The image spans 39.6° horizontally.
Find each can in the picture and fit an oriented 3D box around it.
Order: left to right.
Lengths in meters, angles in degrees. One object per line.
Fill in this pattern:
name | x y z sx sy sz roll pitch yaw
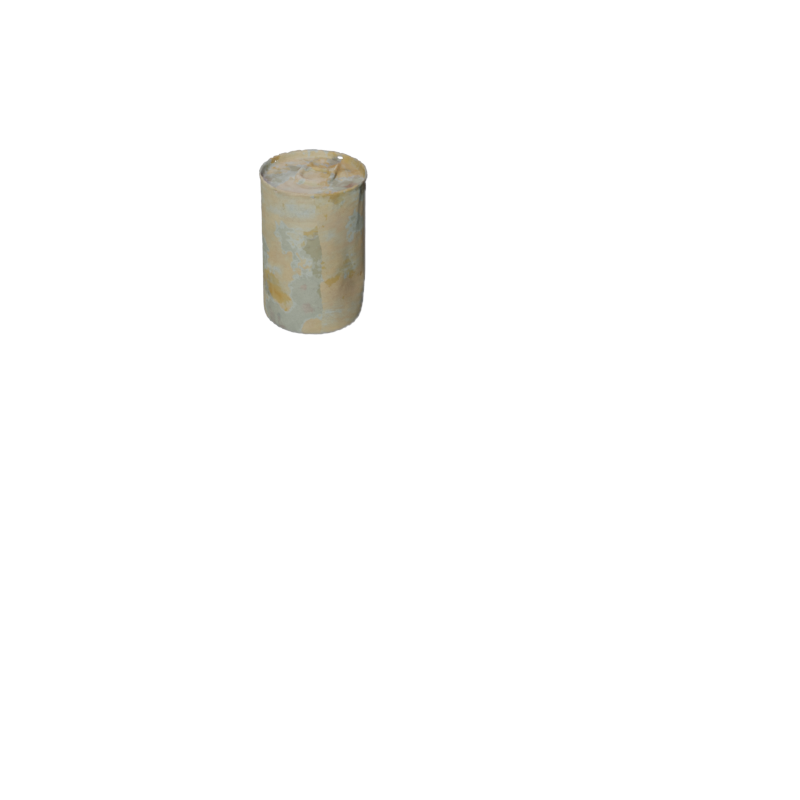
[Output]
can | -0.056 -0.102 0.718 0.068 0.096 0.073 0 32 -3
